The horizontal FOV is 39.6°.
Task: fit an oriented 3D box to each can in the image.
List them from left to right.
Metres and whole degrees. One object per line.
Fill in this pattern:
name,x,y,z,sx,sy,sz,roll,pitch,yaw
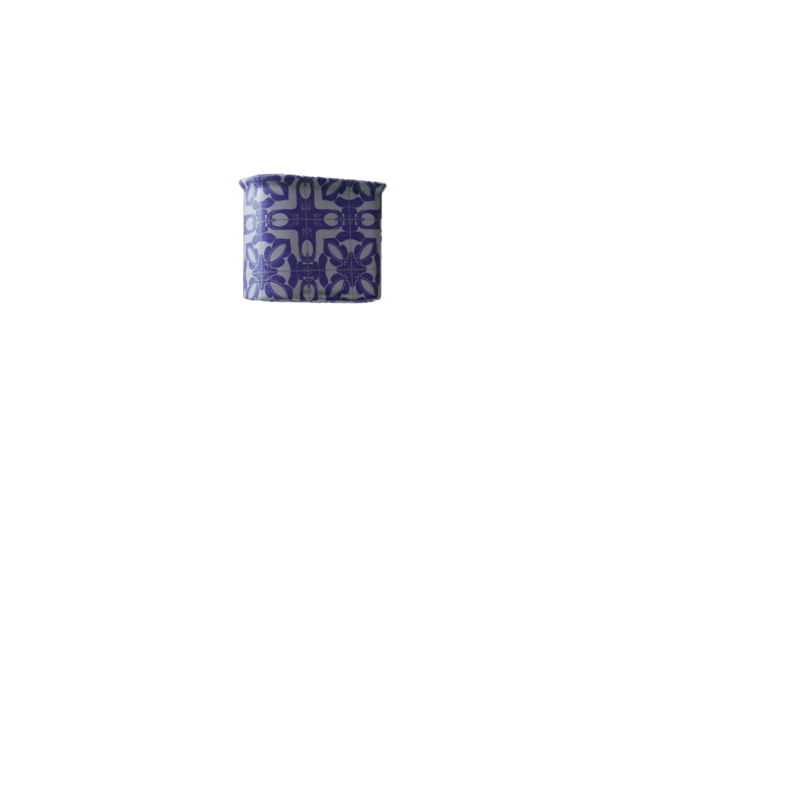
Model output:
can,-0.060,-0.110,0.770,0.098,0.085,0.059,0,-2,-31
